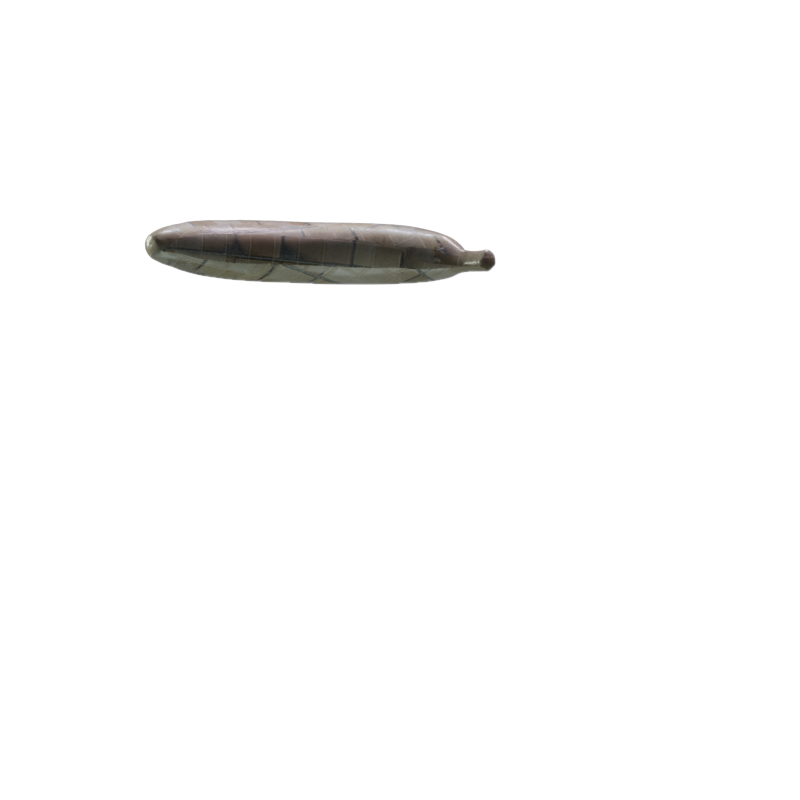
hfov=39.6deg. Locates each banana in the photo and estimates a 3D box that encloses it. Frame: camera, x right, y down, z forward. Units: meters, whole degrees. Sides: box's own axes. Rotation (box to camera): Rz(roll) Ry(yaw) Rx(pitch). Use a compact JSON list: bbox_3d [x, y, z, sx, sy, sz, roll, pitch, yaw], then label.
[{"bbox_3d":[-0.048,-0.089,0.654,0.197,0.038,0.068,0,-6,-4],"label":"banana"}]
